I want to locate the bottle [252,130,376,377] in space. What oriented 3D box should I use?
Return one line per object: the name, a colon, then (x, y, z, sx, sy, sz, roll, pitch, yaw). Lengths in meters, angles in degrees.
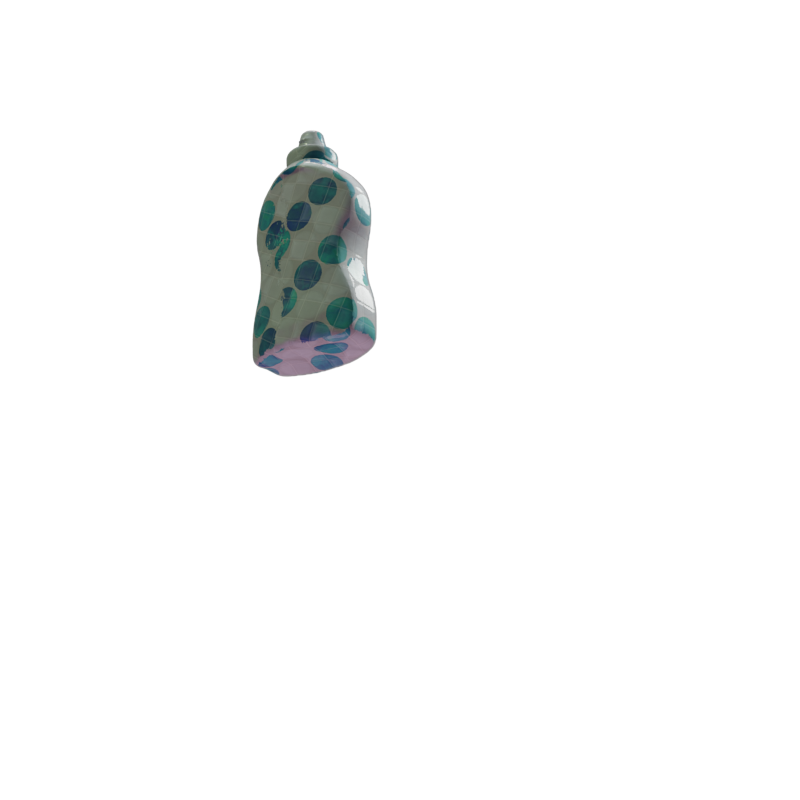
bottle: (-0.066, -0.120, 0.838, 0.097, 0.203, 0.054, -21, -32, 34)
